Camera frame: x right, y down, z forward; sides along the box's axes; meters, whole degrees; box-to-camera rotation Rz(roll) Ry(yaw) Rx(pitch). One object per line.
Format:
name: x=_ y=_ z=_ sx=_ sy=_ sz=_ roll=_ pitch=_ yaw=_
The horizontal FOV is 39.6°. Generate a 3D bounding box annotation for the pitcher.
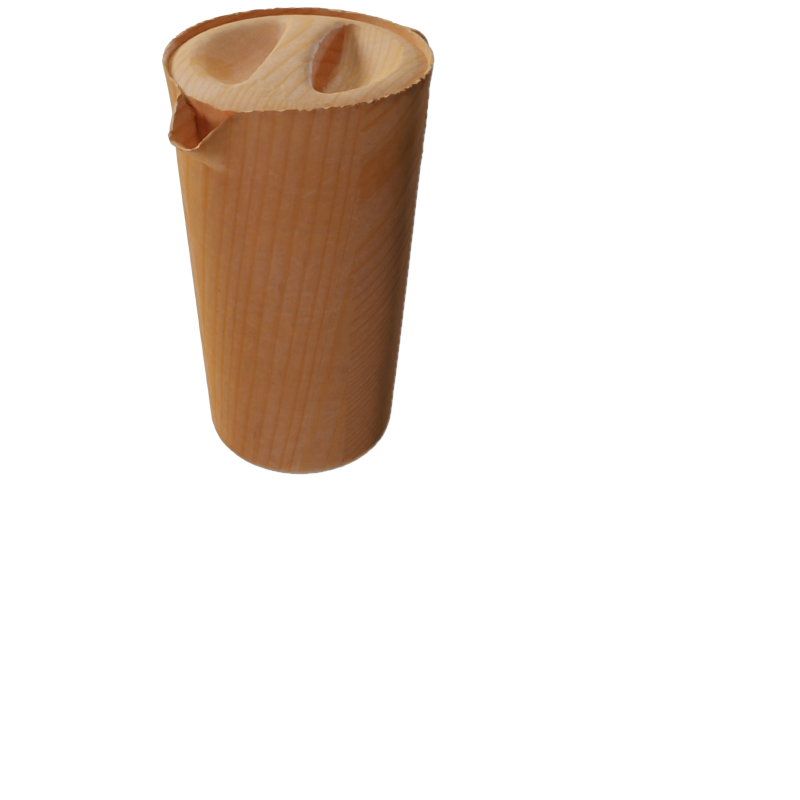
pitcher: x=-0.048 y=-0.087 z=0.611 sx=0.148 sy=0.227 sz=0.156 roll=-4 pitch=36 yaw=-8
